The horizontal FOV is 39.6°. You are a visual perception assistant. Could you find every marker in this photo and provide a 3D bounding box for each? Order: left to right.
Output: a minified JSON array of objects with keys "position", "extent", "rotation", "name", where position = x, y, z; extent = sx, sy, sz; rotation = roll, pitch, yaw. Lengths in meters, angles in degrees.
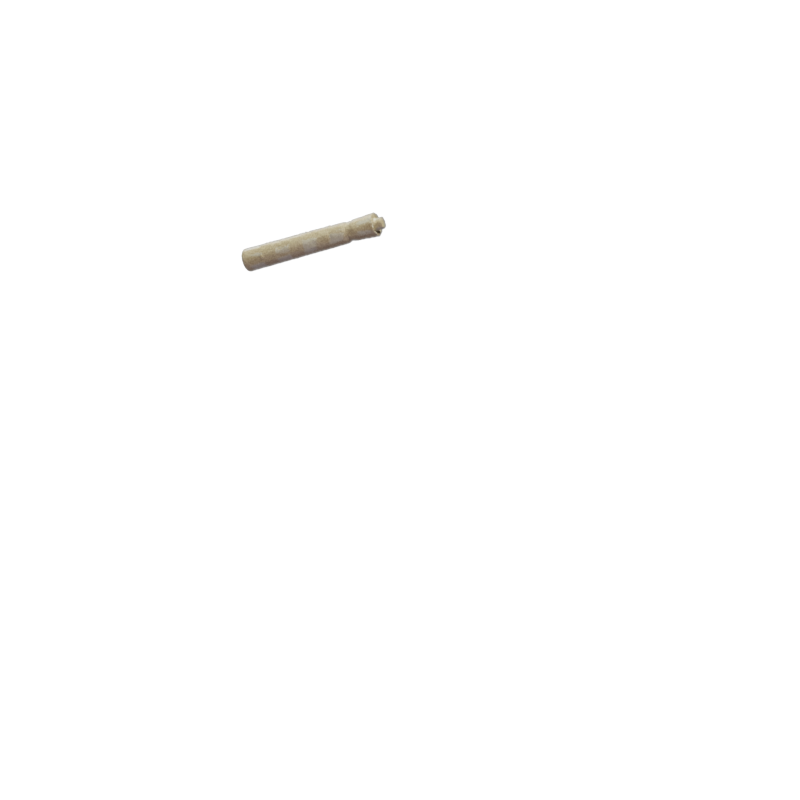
[{"position":[-0.067,-0.123,0.862],"extent":[0.123,0.020,0.019],"rotation":[-12,-1,24],"name":"marker"}]
